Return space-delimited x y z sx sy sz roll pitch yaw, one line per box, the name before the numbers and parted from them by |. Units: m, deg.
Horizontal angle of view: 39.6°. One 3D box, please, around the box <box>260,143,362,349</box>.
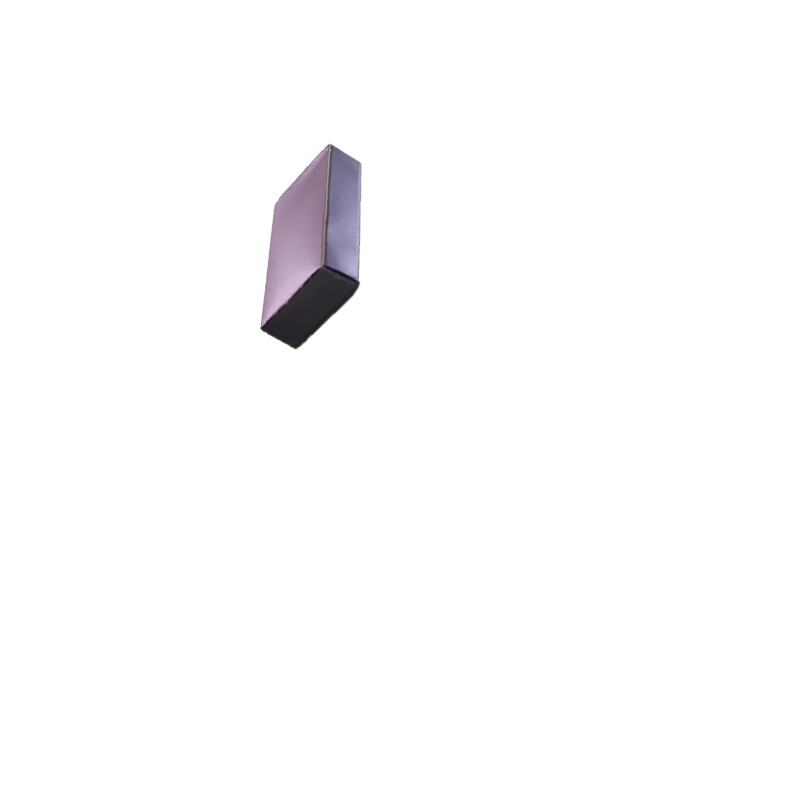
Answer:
box | -0.077 -0.140 0.977 0.045 0.189 0.092 29 -54 -28
